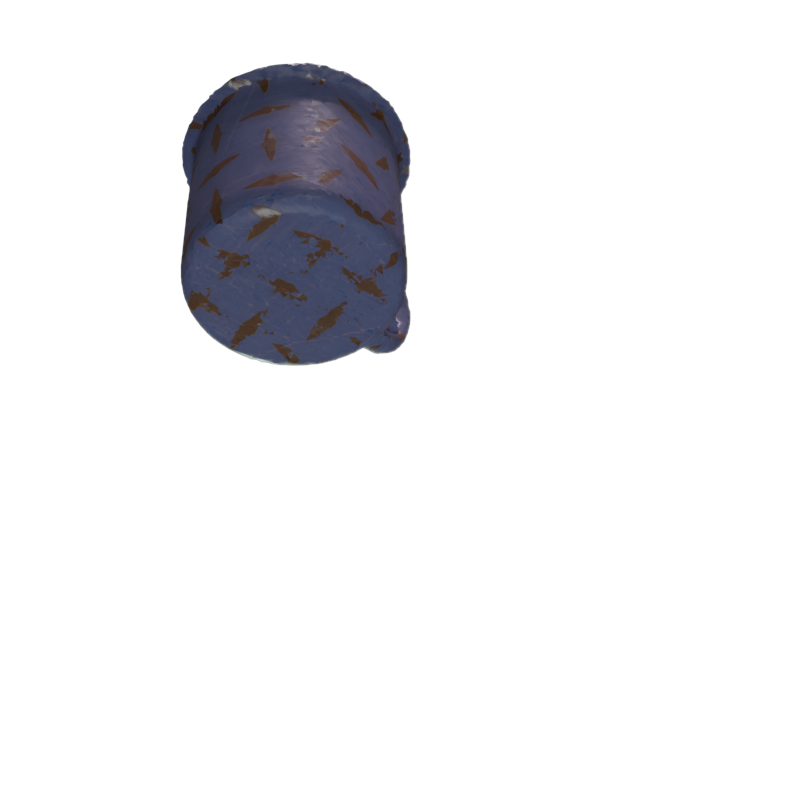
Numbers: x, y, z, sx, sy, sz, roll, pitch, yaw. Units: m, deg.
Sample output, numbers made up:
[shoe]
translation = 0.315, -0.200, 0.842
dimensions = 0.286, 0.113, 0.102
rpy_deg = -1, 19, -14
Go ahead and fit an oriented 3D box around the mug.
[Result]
[mug]
translation = -0.034, -0.061, 0.428
dimensions = 0.093, 0.087, 0.109
rpy_deg = -27, -52, 21
